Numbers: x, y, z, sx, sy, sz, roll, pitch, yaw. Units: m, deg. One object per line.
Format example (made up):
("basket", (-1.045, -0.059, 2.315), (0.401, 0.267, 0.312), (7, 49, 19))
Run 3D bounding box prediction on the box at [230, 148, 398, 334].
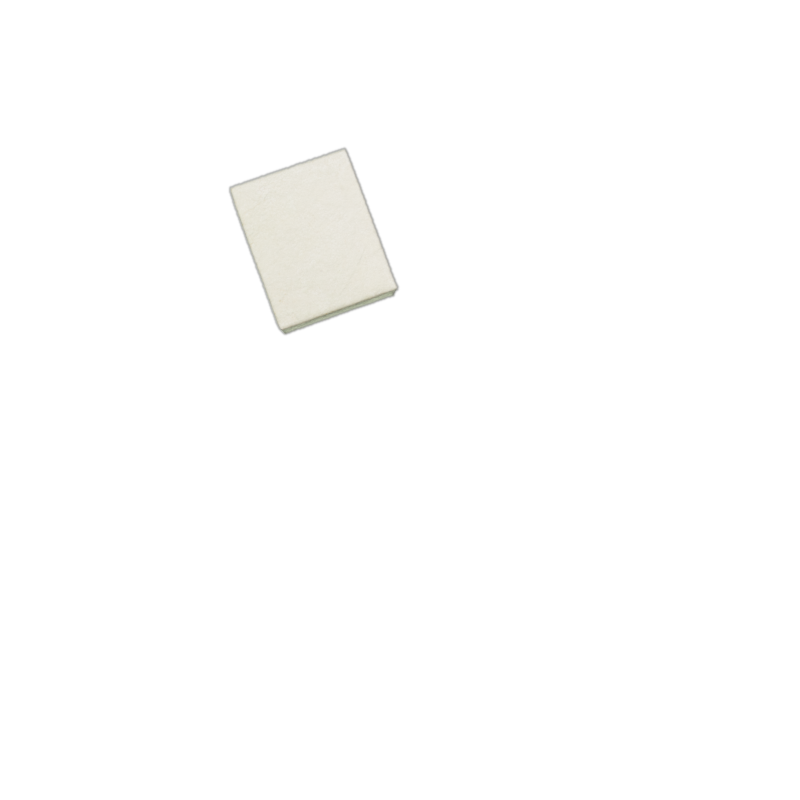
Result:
("box", (-0.063, -0.114, 0.802), (0.090, 0.117, 0.038), (-20, -9, -4))
